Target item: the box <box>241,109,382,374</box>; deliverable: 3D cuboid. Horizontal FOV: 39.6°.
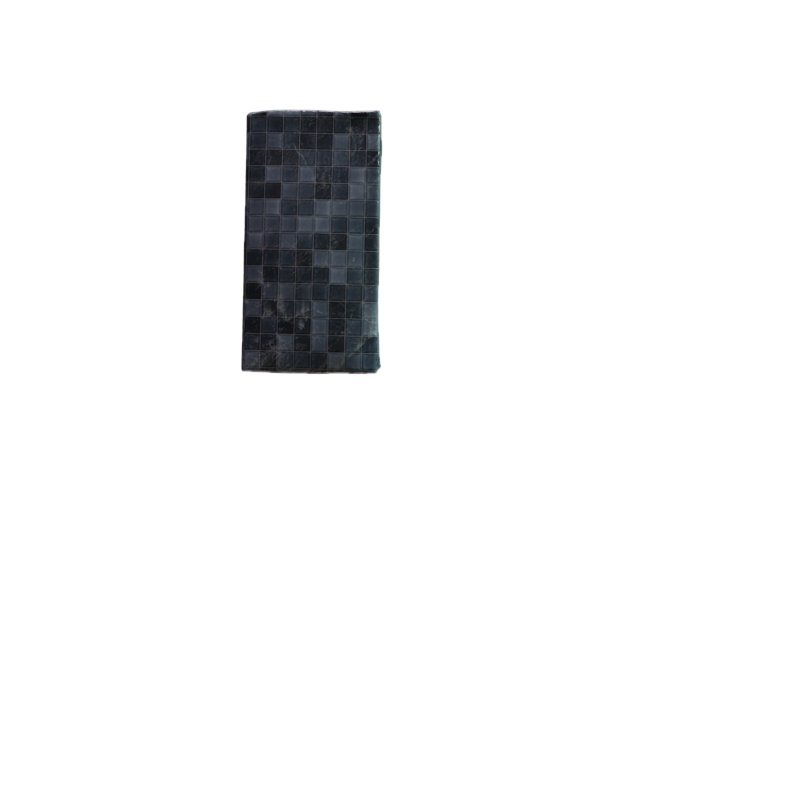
[{"bbox_3d":[-0.059,-0.107,0.752,0.094,0.177,0.048,0,-1,3],"label":"box"}]
